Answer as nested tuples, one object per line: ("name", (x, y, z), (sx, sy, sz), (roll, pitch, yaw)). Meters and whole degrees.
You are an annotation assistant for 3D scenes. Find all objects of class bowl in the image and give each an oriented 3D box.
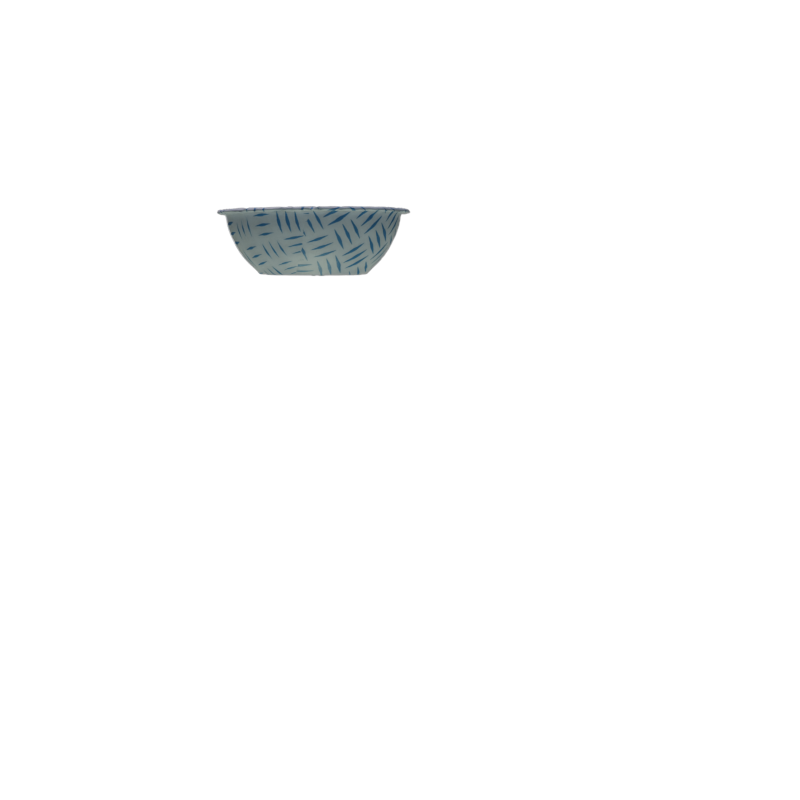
("bowl", (-0.073, -0.133, 0.930), (0.162, 0.055, 0.164), (0, 7, -2))
